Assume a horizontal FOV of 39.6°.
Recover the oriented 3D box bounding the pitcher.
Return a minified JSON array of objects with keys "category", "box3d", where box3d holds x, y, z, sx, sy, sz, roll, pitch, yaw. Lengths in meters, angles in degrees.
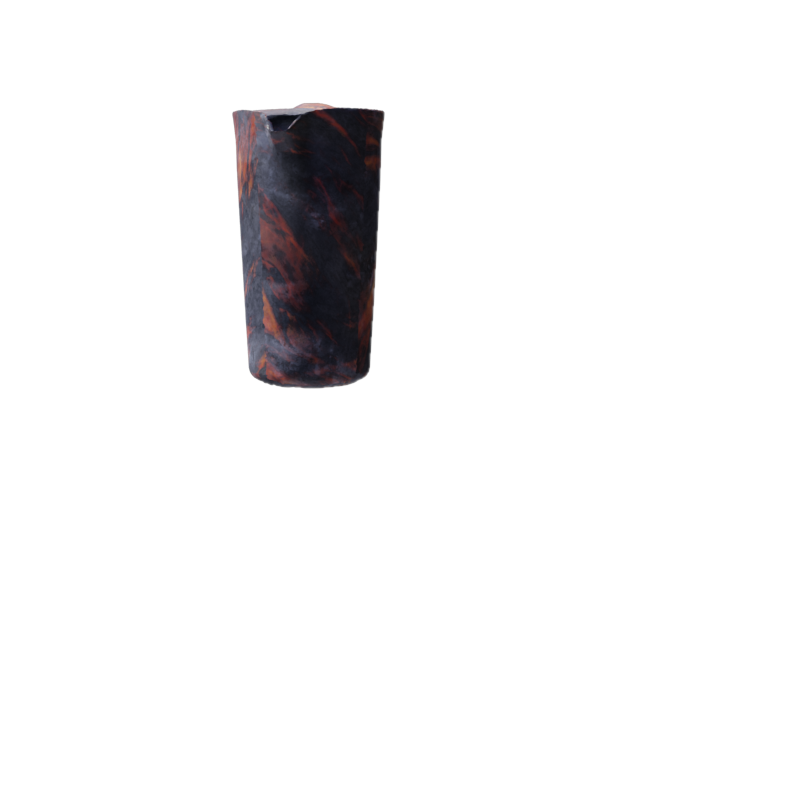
[{"category":"pitcher","box3d":[-0.077,-0.141,0.987,0.144,0.240,0.151,-3,7,-31]}]
